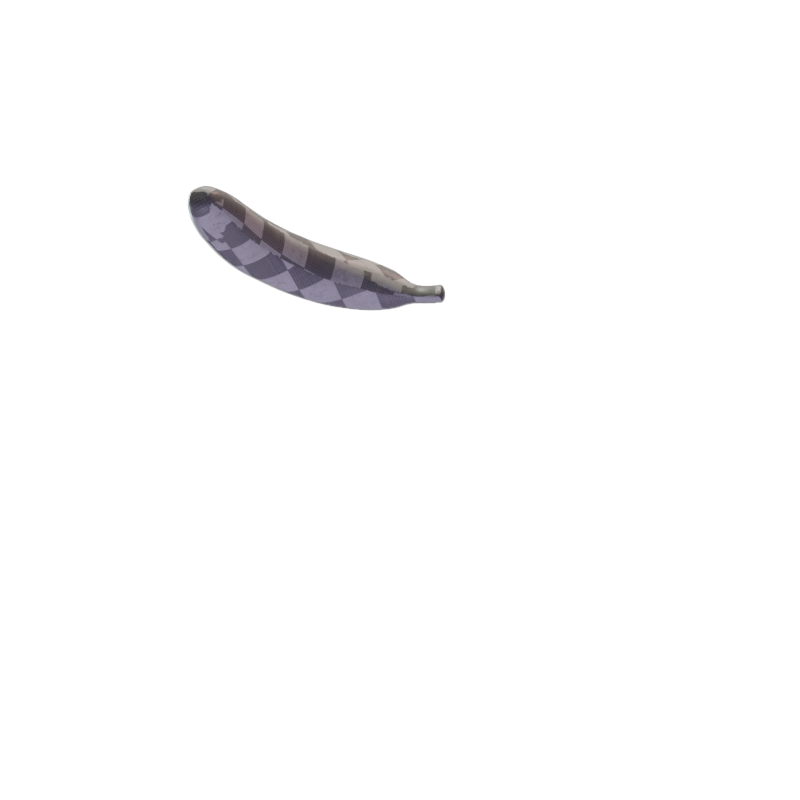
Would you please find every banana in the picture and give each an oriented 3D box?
[{"bbox_3d":[-0.064,-0.094,0.712,0.187,0.039,0.070,16,-28,-35],"label":"banana"}]
